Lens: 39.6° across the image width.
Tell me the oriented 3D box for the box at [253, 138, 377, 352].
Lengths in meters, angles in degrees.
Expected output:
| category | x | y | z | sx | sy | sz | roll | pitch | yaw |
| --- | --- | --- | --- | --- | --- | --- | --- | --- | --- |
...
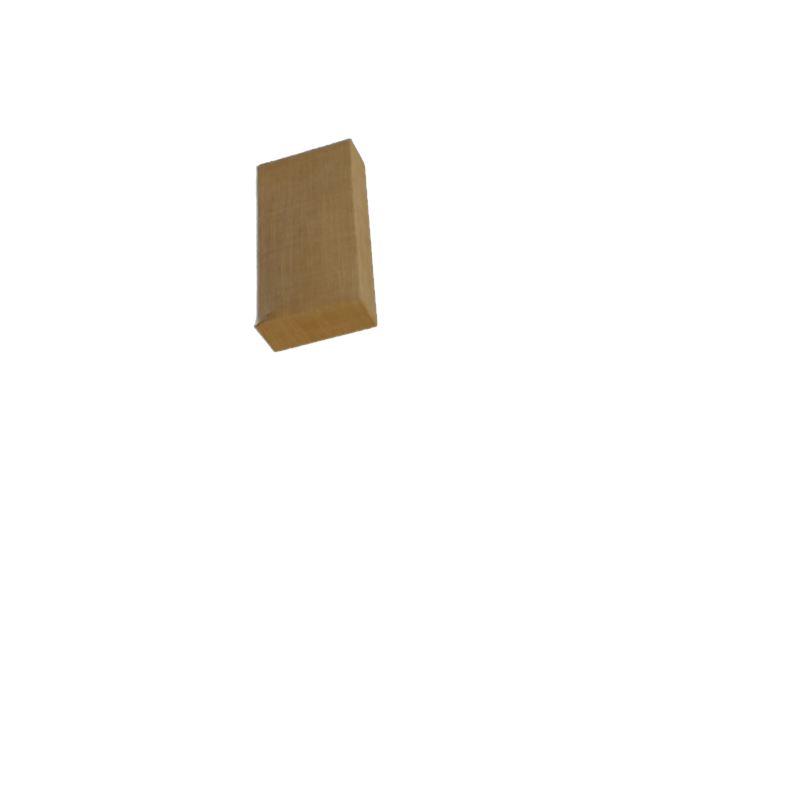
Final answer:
| category | x | y | z | sx | sy | sz | roll | pitch | yaw |
| --- | --- | --- | --- | --- | --- | --- | --- | --- | --- |
| box | -0.072 | -0.132 | 0.925 | 0.094 | 0.189 | 0.044 | -14 | -39 | 14 |
